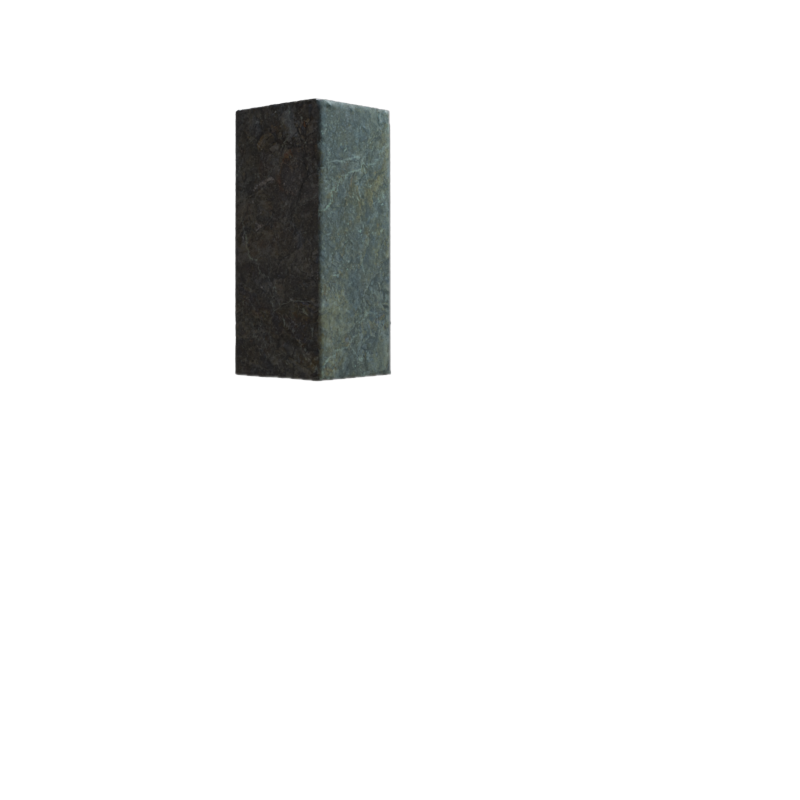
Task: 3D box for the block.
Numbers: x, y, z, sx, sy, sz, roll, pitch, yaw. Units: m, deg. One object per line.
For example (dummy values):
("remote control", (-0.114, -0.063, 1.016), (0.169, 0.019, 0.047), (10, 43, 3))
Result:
("block", (-0.067, -0.123, 0.862), (0.093, 0.207, 0.087), (-1, -1, 41))
